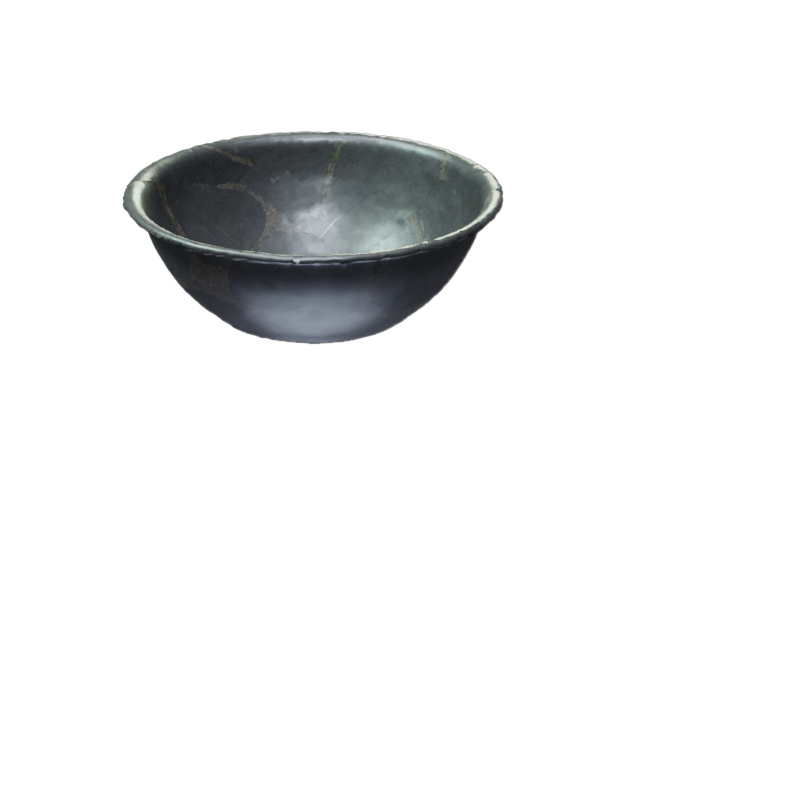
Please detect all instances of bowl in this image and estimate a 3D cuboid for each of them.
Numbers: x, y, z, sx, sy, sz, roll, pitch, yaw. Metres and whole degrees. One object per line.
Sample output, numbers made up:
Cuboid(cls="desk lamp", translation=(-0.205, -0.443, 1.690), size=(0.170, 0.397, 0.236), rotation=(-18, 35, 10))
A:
Cuboid(cls="bowl", translation=(-0.038, -0.069, 0.485), size=(0.162, 0.052, 0.171), rotation=(-1, 28, -2))
